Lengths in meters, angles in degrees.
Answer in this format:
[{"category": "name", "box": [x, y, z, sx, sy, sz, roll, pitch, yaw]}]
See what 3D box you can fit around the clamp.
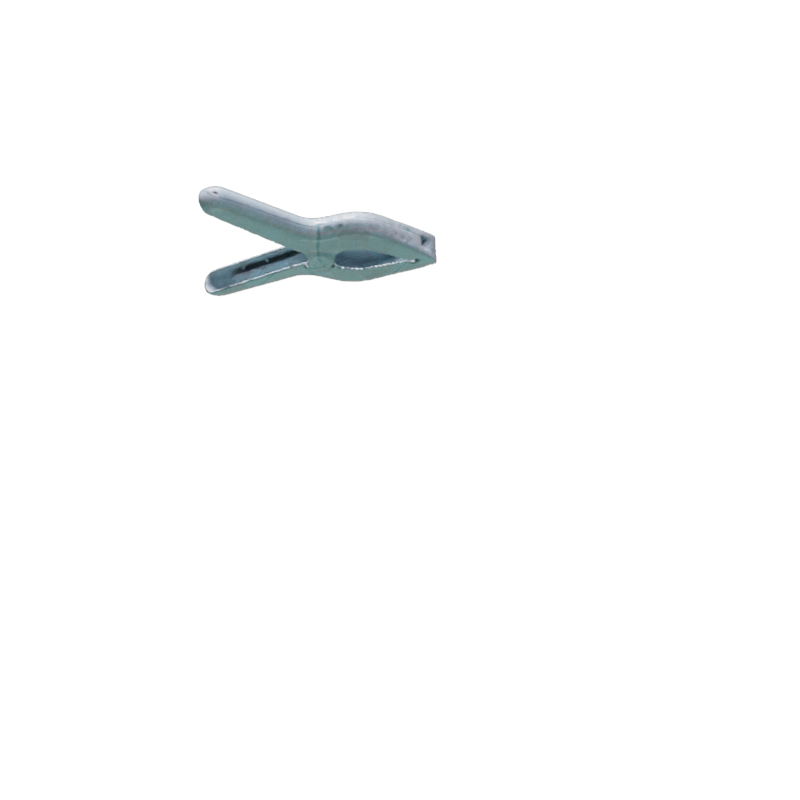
[{"category": "clamp", "box": [-0.074, -0.135, 0.948, 0.211, 0.038, 0.155, -1, -22, 2]}]
